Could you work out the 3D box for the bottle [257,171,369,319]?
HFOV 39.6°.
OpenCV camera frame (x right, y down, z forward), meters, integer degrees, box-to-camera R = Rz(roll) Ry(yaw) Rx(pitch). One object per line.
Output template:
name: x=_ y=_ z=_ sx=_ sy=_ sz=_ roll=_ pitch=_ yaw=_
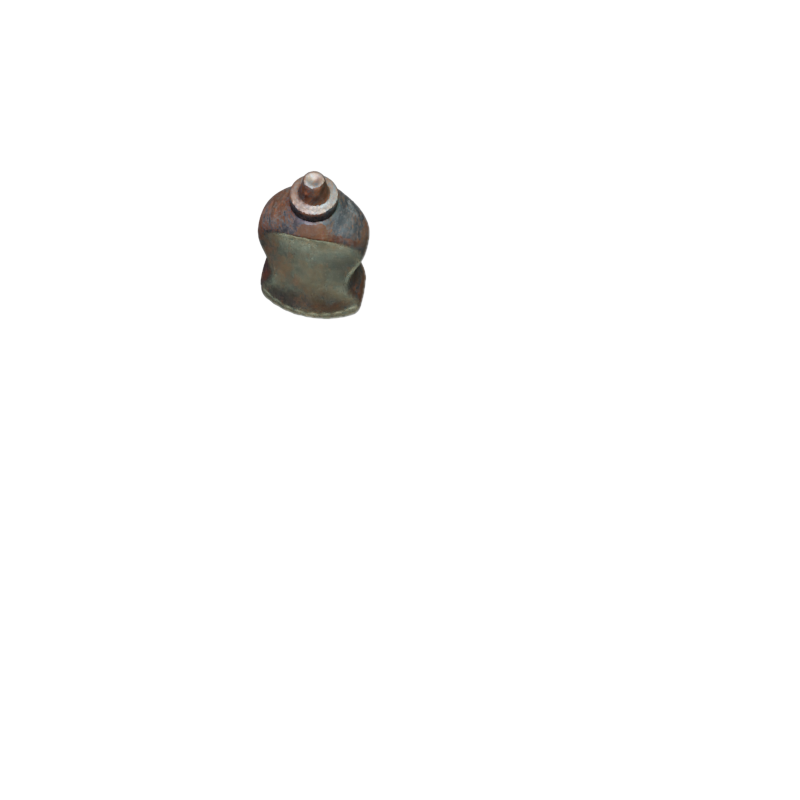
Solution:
bottle: x=-0.076 y=-0.139 z=0.971 sx=0.097 sy=0.061 sz=0.181 roll=14 pitch=-25 yaw=3
